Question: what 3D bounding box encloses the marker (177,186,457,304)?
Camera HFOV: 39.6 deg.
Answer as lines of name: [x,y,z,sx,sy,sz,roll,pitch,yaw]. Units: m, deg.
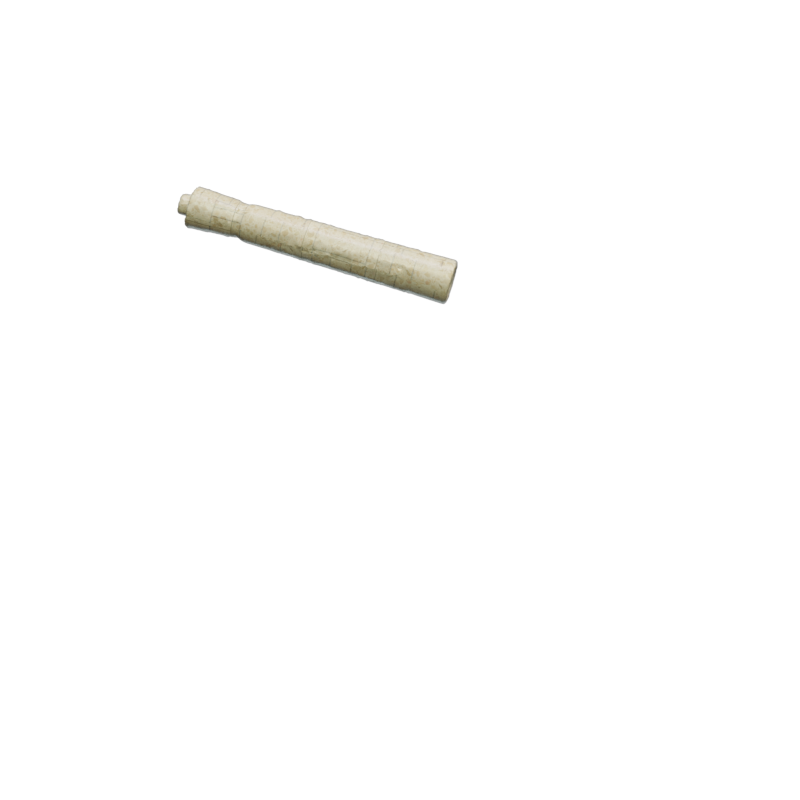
marker: [-0.037,-0.066,0.466,0.124,0.020,0.019,18,7,11]
